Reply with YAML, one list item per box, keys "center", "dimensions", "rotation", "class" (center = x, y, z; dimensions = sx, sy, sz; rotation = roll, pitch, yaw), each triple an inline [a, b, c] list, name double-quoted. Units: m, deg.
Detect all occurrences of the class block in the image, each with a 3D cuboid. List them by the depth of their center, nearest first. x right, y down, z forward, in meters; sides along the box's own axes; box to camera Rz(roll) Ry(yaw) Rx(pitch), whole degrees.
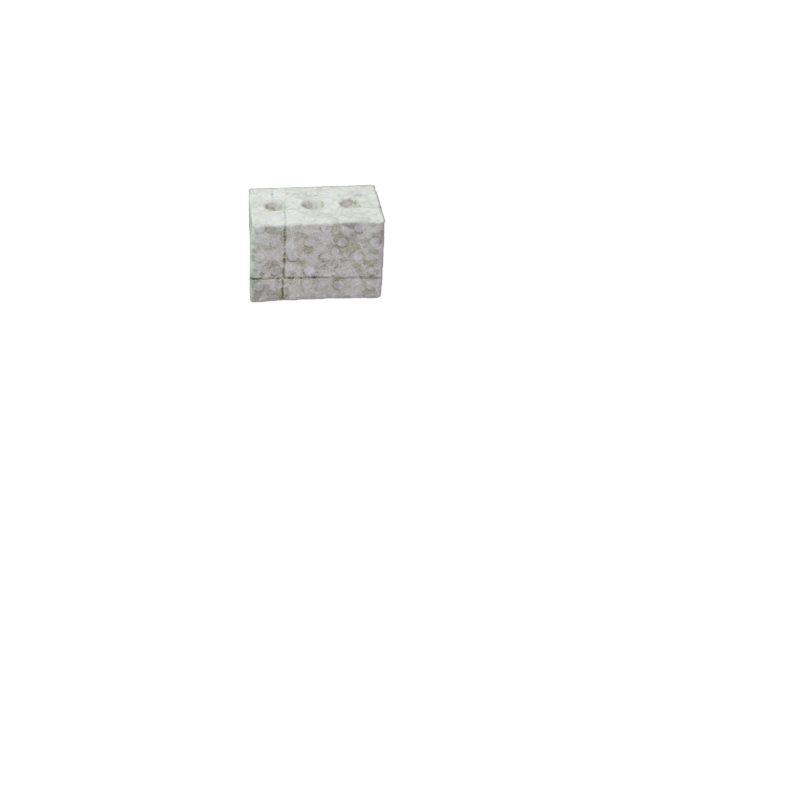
- center: [-0.051, -0.094, 0.656]
  dimensions: [0.077, 0.048, 0.056]
  rotation: [-3, 33, -6]
  class: "block"
